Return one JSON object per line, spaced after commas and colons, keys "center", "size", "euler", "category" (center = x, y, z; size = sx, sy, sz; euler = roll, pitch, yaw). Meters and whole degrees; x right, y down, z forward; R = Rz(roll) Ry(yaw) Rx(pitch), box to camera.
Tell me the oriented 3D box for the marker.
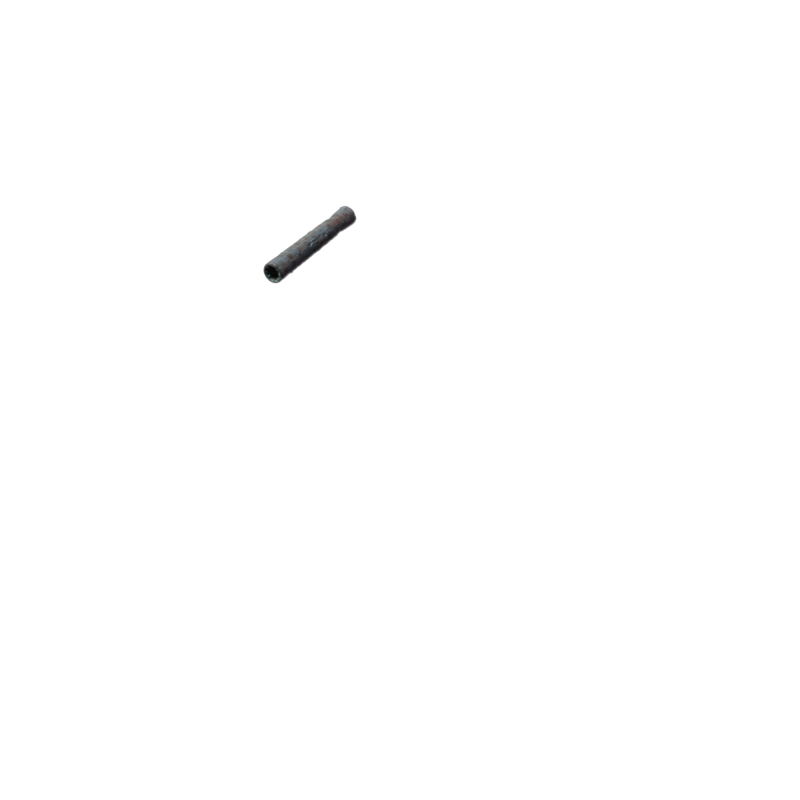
{"center": [-0.074, -0.134, 0.941], "size": [0.020, 0.019, 0.123], "euler": [2, 32, 34], "category": "marker"}
